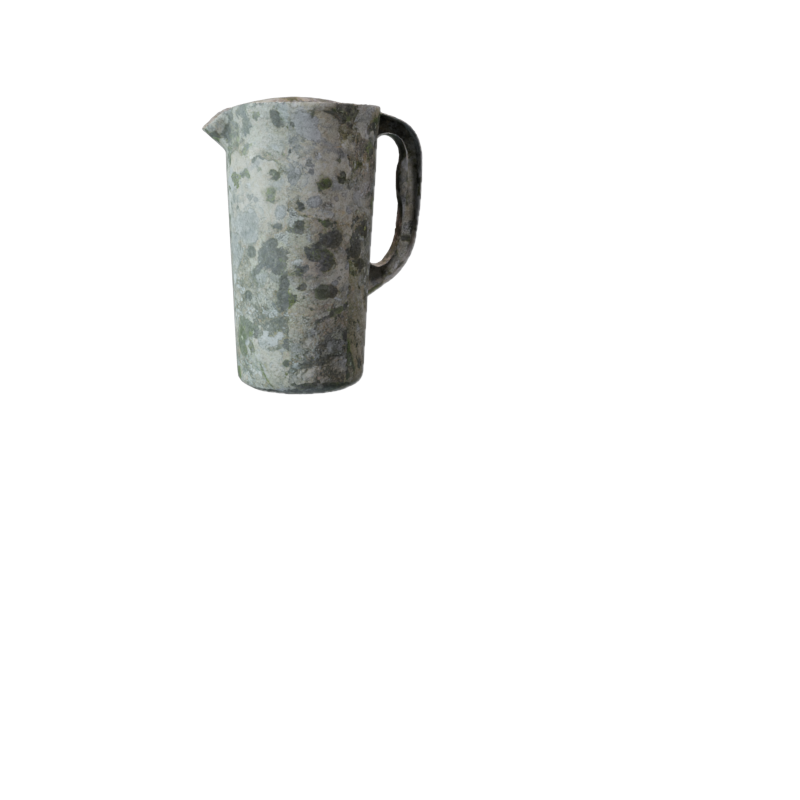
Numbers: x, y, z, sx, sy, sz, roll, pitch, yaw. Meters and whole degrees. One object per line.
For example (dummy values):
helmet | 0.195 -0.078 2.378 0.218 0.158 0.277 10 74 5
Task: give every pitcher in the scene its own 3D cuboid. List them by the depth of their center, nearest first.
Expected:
pitcher | -0.074 -0.134 0.941 0.154 0.240 0.142 4 7 26
